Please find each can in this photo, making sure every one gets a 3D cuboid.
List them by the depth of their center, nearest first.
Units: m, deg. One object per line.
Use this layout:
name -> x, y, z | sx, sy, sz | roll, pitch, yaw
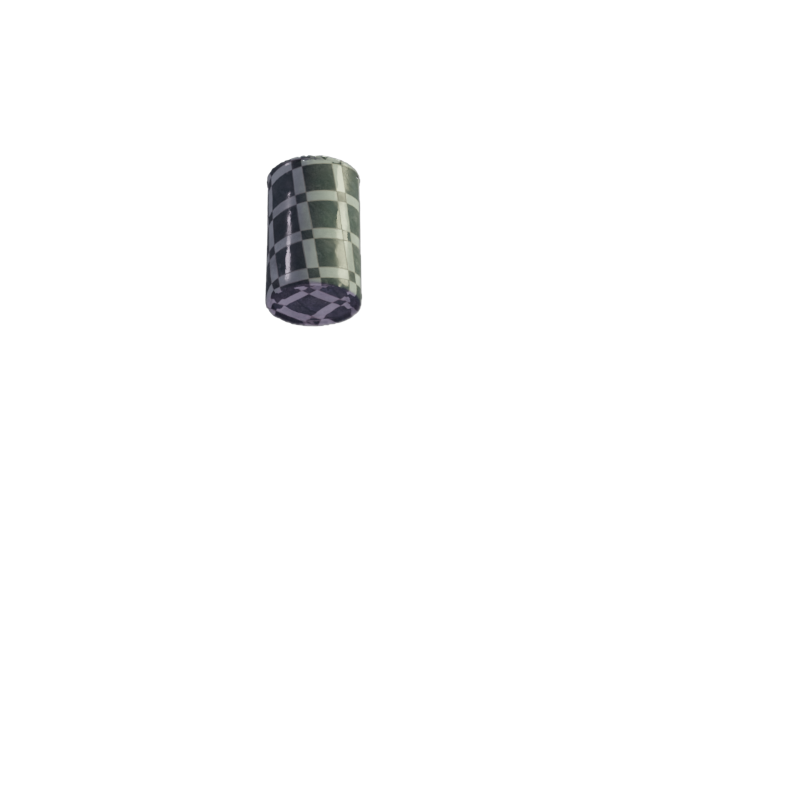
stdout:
can -> -0.061, -0.111, 0.781 | 0.068, 0.108, 0.065 | 0, -27, -2
